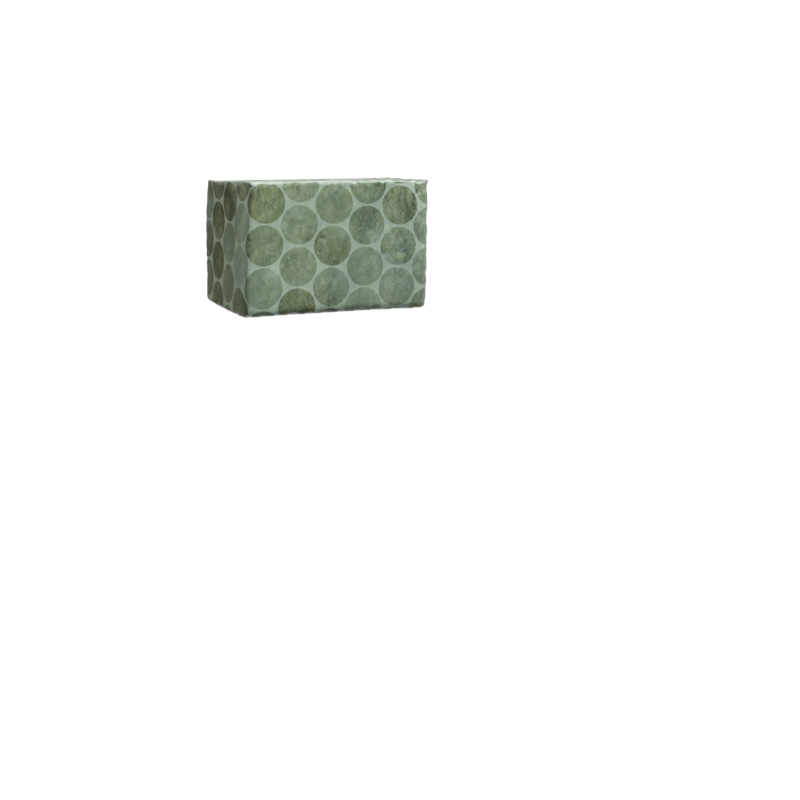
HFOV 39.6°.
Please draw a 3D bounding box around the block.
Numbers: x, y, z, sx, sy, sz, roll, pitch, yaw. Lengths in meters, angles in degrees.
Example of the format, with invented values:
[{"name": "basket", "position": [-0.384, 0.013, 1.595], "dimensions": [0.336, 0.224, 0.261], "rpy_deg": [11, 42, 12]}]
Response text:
[{"name": "block", "position": [-0.035, -0.064, 0.448], "dimensions": [0.076, 0.050, 0.055], "rpy_deg": [-5, 11, -25]}]
